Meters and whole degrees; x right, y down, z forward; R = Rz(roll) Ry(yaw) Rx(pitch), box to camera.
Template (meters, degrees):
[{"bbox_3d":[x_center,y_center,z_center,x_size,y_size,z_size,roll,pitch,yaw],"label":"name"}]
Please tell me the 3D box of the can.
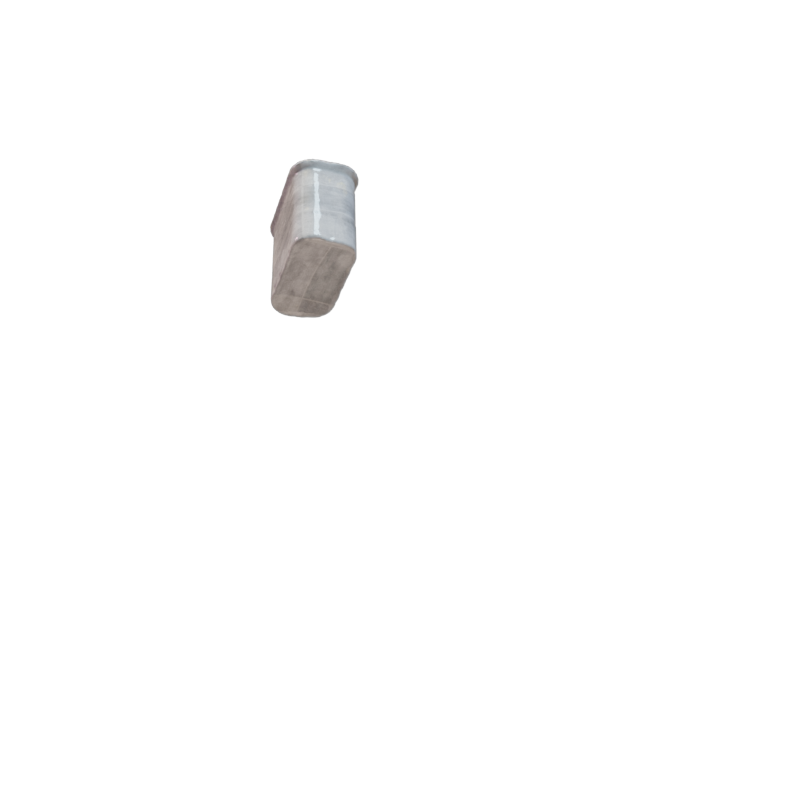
[{"bbox_3d":[-0.070,-0.127,0.888,0.056,0.090,0.097,10,-39,-15],"label":"can"}]
